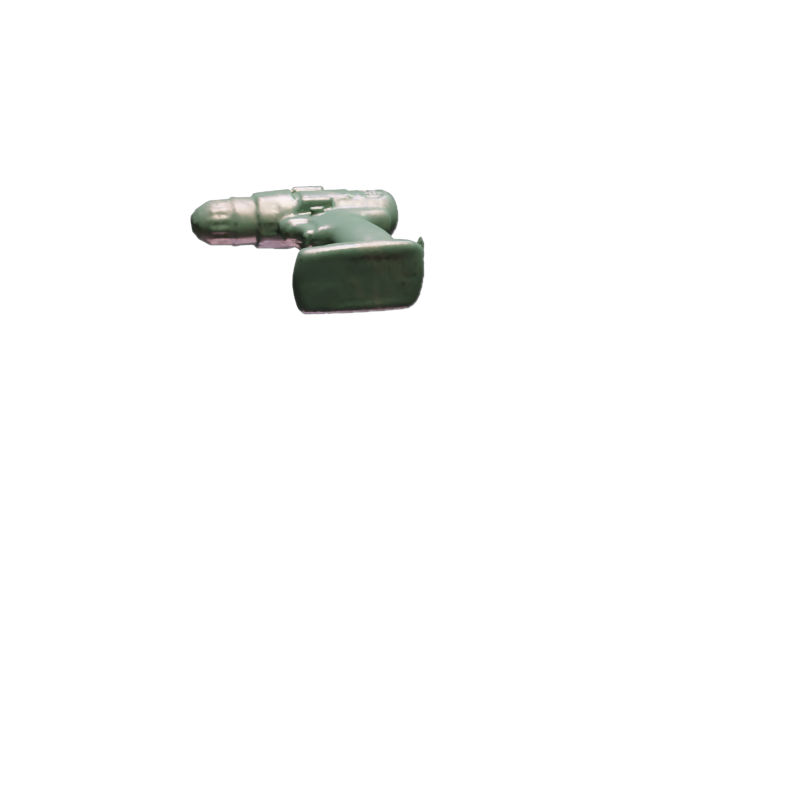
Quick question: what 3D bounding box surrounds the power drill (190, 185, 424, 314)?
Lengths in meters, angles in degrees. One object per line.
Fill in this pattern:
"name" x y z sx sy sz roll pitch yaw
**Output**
"power drill" -0.072 -0.131 0.916 0.182 0.054 0.200 -7 28 -14
